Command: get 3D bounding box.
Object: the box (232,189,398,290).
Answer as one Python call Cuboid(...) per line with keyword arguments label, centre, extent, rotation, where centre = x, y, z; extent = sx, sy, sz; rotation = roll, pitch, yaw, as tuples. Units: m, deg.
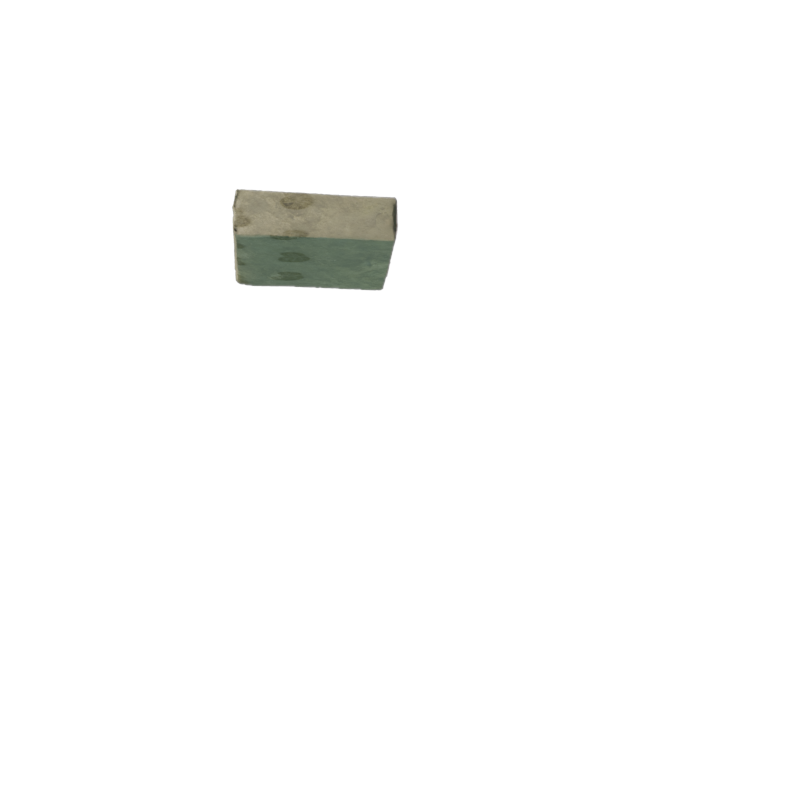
Cuboid(label="box", centre=(-0.061, -0.112, 0.785), extent=(0.113, 0.041, 0.086), rotation=(1, -20, -4))
